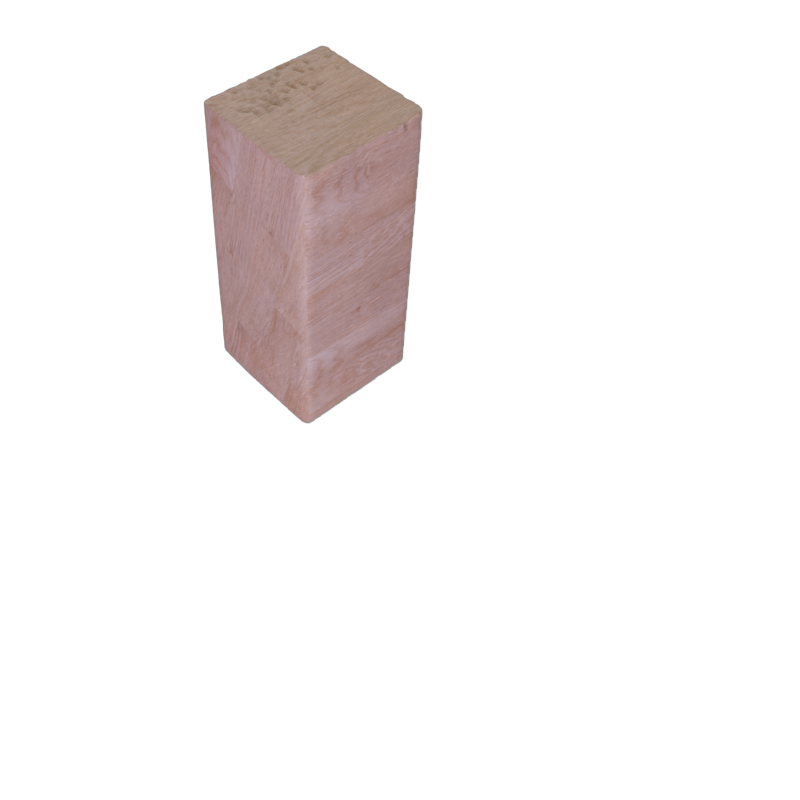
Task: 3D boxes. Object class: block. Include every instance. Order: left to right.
[{"bbox_3d":[-0.053,-0.096,0.677,0.091,0.192,0.096,-32,56,-29],"label":"block"}]
